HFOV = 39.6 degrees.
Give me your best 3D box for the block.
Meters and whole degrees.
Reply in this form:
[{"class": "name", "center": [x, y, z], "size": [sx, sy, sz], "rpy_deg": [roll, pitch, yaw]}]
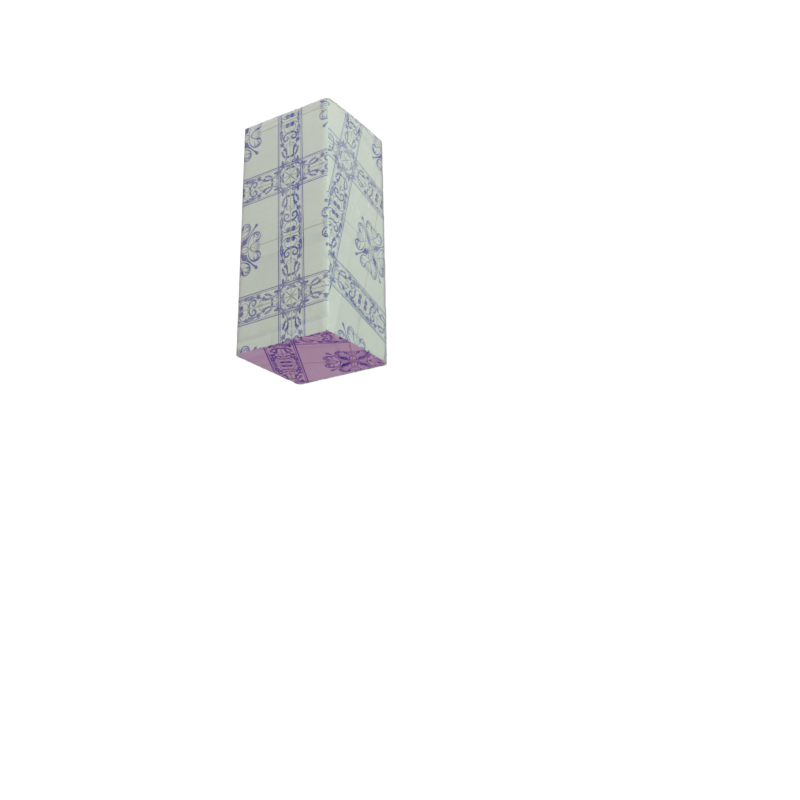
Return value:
[{"class": "block", "center": [-0.071, -0.130, 0.914], "size": [0.092, 0.218, 0.084], "rpy_deg": [-16, -28, 29]}]
